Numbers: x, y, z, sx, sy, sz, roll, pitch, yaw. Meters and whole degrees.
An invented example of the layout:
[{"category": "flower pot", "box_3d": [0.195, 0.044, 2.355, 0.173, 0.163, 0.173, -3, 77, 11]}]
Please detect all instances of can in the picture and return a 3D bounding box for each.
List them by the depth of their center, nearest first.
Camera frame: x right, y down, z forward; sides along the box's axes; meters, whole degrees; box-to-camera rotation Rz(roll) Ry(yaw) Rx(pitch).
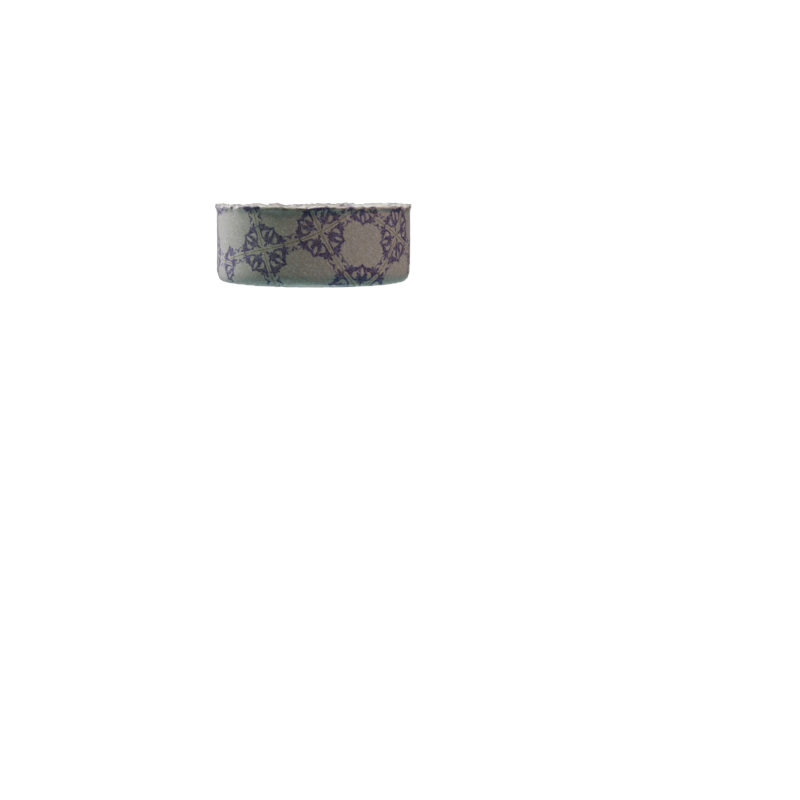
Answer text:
[{"category": "can", "box_3d": [-0.038, -0.069, 0.485, 0.086, 0.033, 0.087, 0, 10, -2]}]
